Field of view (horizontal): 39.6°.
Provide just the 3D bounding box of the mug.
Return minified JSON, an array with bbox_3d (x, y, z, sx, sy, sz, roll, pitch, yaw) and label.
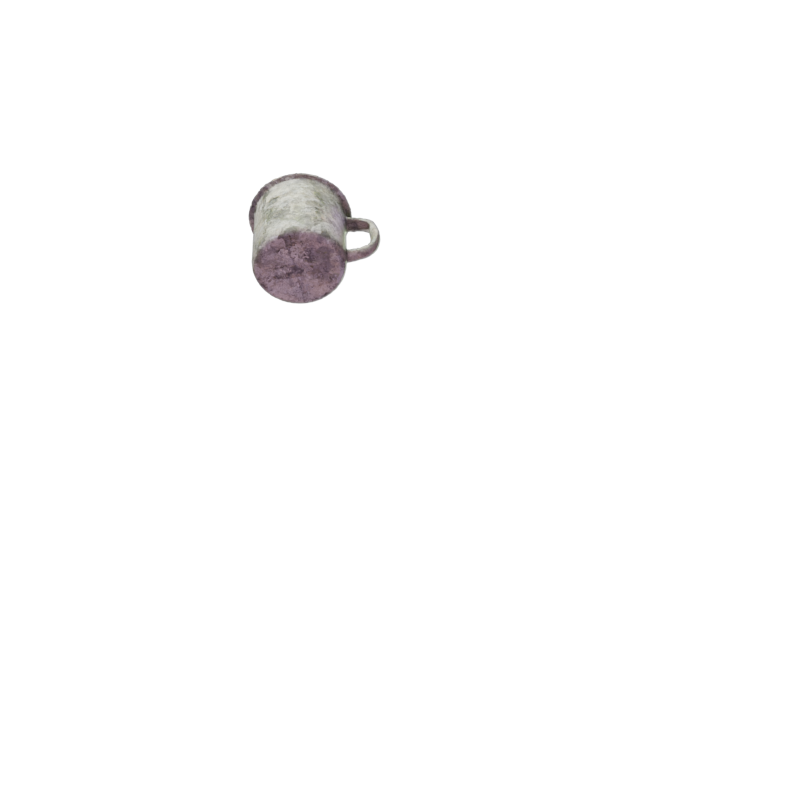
[{"bbox_3d":[-0.076,-0.139,0.972,0.117,0.087,0.087,0,38,-2],"label":"mug"}]
